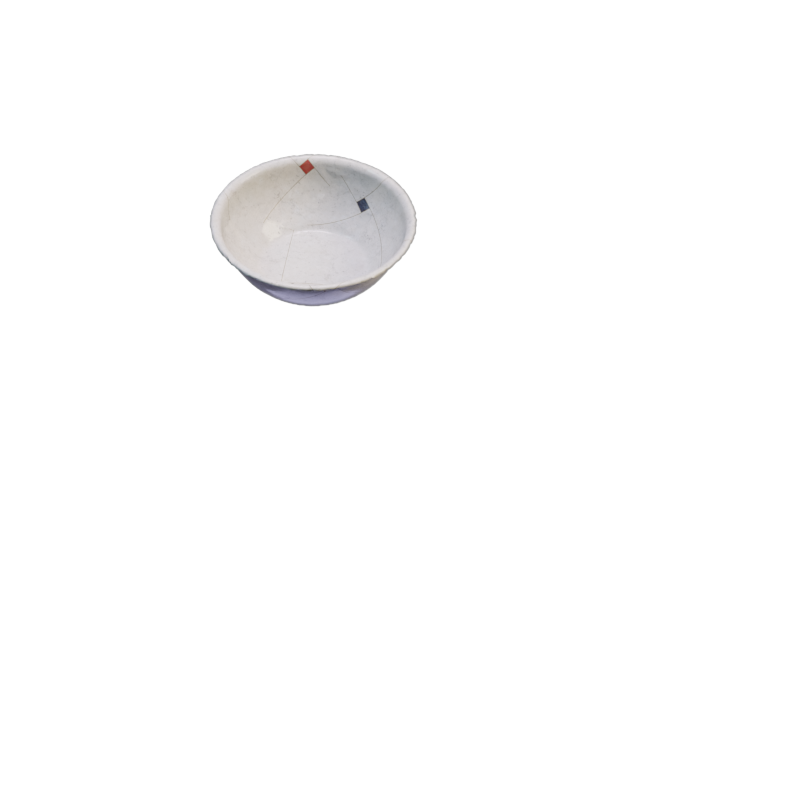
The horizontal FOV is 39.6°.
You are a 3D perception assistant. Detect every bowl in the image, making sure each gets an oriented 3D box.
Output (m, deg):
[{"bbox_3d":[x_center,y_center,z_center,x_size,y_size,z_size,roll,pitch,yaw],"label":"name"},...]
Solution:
[{"bbox_3d":[-0.069,-0.126,0.883,0.162,0.174,0.051,-1,-44,-1],"label":"bowl"}]
